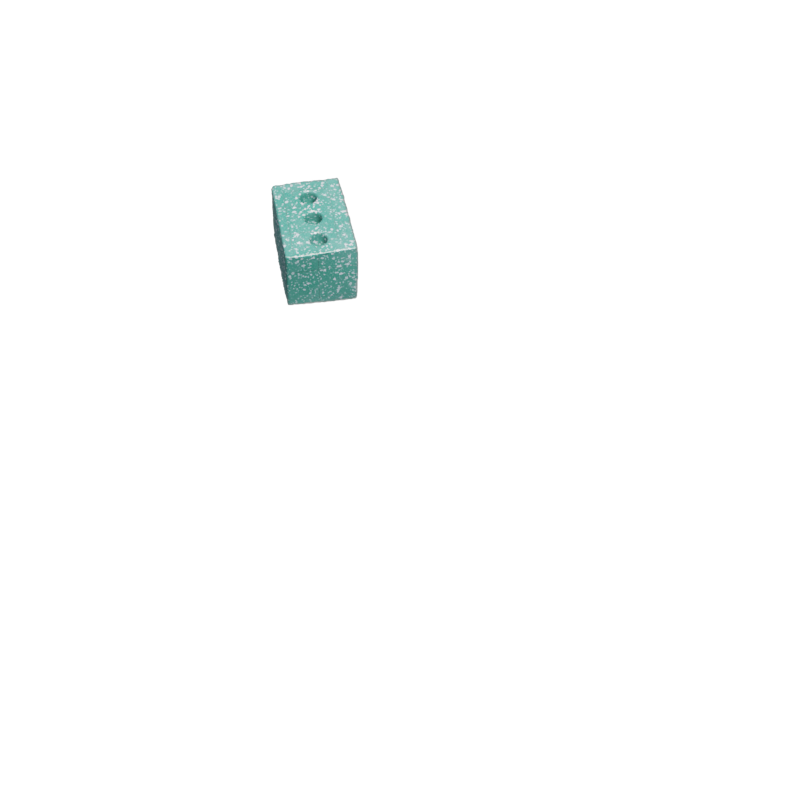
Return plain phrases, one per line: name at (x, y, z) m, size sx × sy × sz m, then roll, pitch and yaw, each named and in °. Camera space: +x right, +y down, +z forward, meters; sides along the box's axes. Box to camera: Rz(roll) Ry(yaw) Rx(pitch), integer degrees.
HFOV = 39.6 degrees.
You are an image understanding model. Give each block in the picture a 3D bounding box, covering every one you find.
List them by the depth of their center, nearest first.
block at (-0.064, -0.116, 0.814) m, size 0.052 × 0.084 × 0.048 m, roll -8°, pitch -40°, yaw -9°
